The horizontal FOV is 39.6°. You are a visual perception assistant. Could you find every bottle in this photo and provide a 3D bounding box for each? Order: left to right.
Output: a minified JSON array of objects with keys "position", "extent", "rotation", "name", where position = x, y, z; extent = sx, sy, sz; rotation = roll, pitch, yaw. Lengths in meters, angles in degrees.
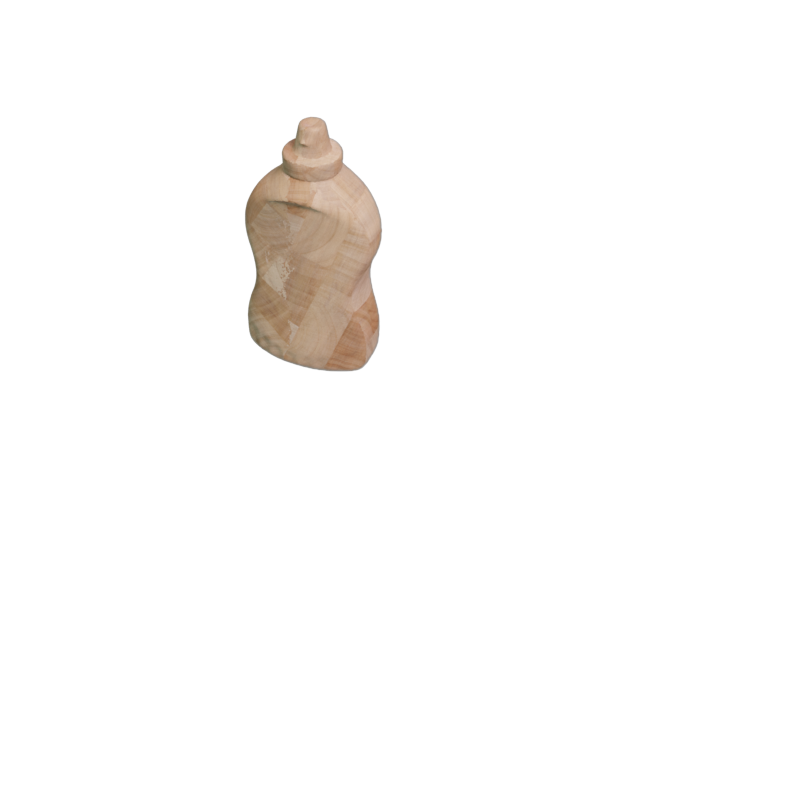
[{"position":[-0.061,-0.111,0.778],"extent":[0.099,0.179,0.060],"rotation":[17,40,17],"name":"bottle"}]
